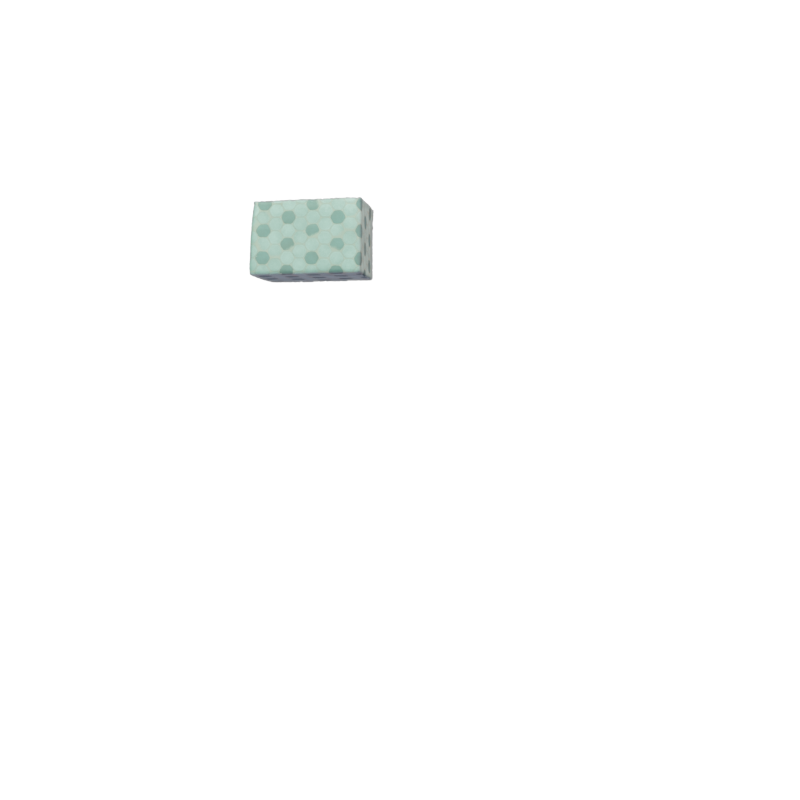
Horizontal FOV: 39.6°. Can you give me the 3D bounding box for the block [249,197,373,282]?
[{"bbox_3d":[-0.061,-0.110,0.773,0.079,0.052,0.051,-1,-4,11],"label":"block"}]
